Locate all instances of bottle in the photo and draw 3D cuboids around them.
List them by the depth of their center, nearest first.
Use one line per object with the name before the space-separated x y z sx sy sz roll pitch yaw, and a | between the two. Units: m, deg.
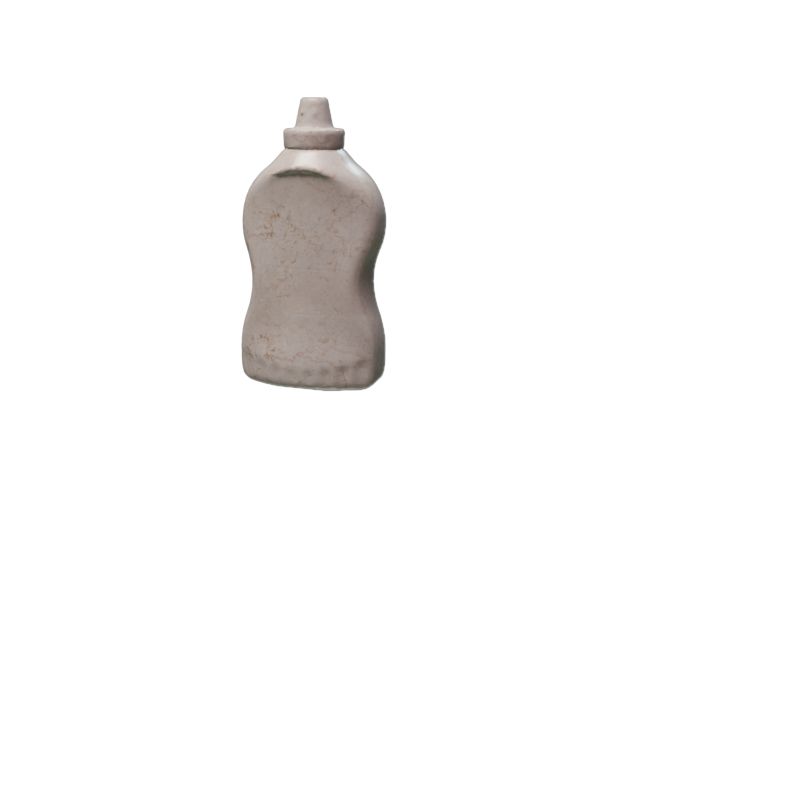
bottle | -0.058 -0.106 0.743 0.099 0.188 0.058 4 10 19
